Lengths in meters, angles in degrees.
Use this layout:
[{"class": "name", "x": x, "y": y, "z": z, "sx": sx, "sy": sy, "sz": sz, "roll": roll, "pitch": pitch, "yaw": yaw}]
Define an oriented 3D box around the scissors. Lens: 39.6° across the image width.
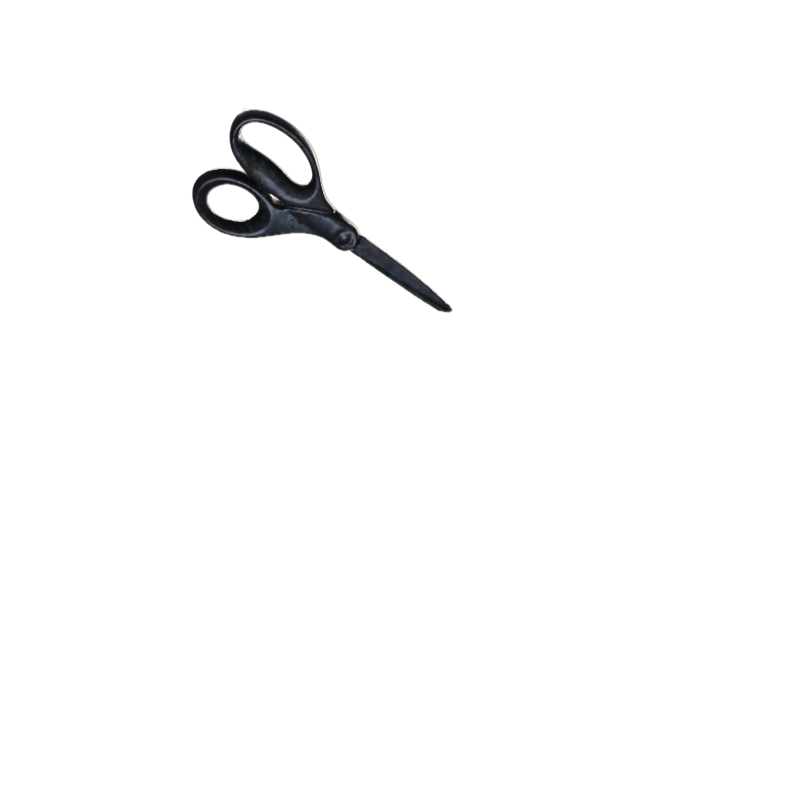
[{"class": "scissors", "x": -0.058, "y": -0.105, "z": 0.739, "sx": 0.096, "sy": 0.190, "sz": 0.017, "roll": -30, "pitch": 27, "yaw": 18}]
